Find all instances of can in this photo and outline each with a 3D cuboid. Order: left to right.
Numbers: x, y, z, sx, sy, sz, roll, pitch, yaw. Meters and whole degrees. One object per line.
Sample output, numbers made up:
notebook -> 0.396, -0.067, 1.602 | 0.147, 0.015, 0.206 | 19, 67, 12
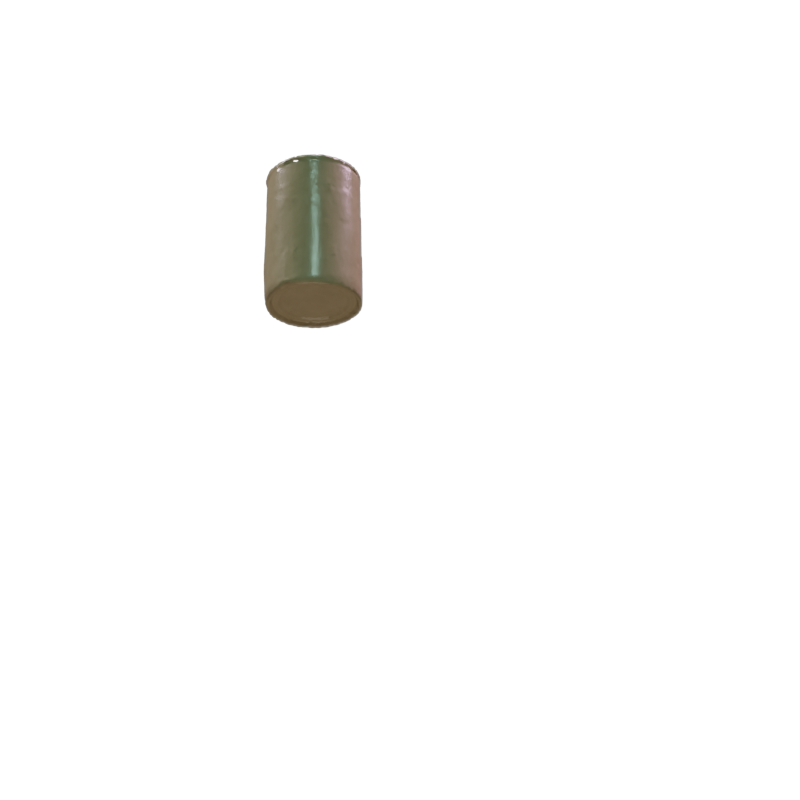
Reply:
can -> -0.060, -0.110, 0.768 | 0.068, 0.109, 0.064 | 0, -29, -2
